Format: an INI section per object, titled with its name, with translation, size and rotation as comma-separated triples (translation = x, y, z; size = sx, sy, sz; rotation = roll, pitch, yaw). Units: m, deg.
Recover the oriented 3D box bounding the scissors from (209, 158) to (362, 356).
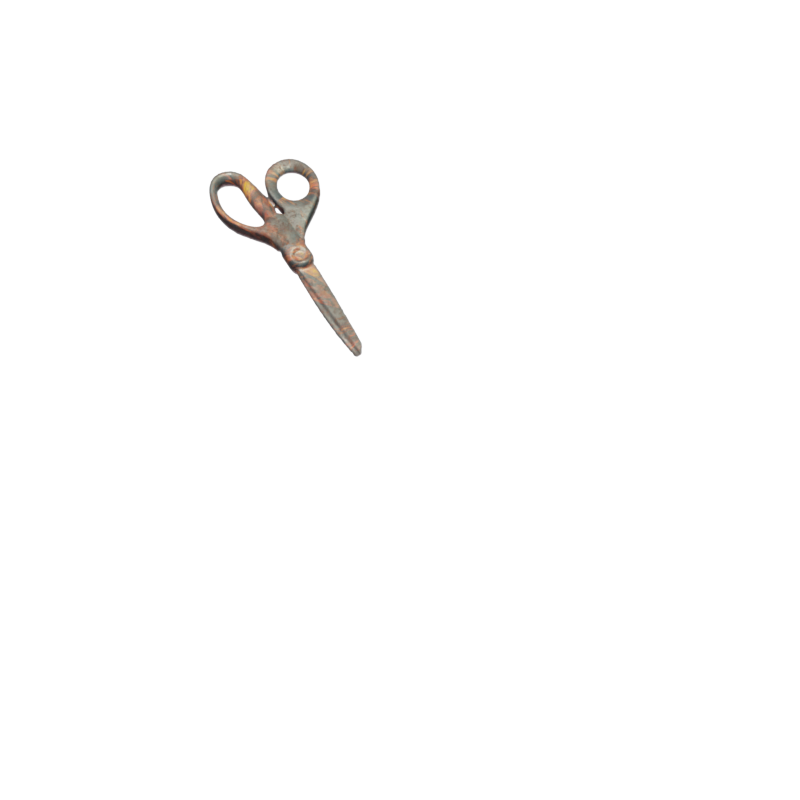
[scissors]
translation = -0.067, -0.122, 0.857
size = 0.097, 0.015, 0.215
rotation = -36, 61, -24
